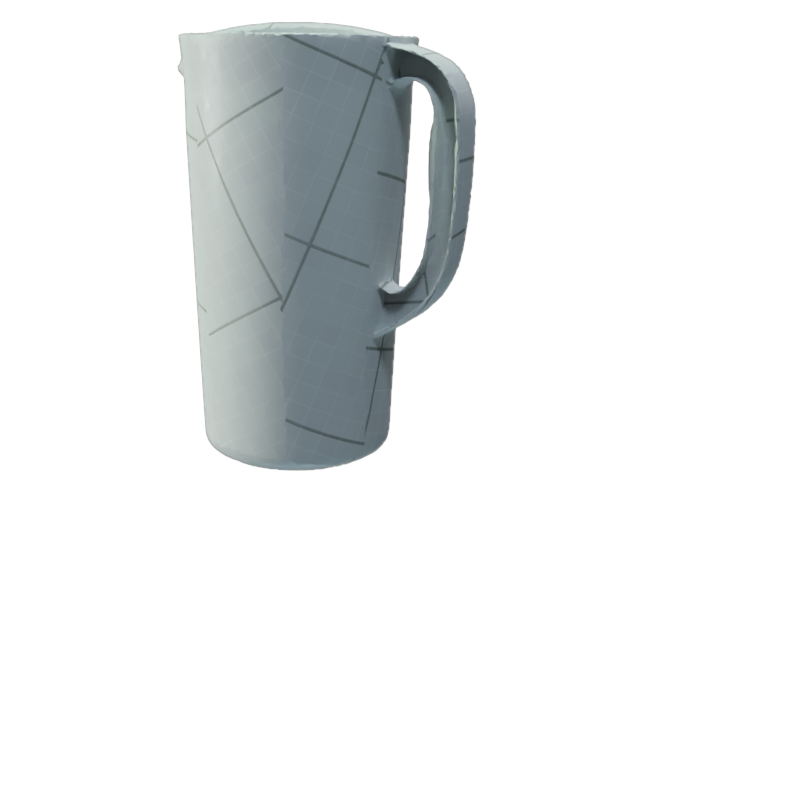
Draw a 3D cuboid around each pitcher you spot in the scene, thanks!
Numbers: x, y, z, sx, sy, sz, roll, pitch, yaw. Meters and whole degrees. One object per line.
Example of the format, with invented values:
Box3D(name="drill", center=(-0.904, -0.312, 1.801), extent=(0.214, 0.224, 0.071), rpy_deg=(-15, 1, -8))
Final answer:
Box3D(name="pitcher", center=(-0.049, -0.089, 0.625), extent=(0.143, 0.237, 0.156), rpy_deg=(-2, 12, -14))
